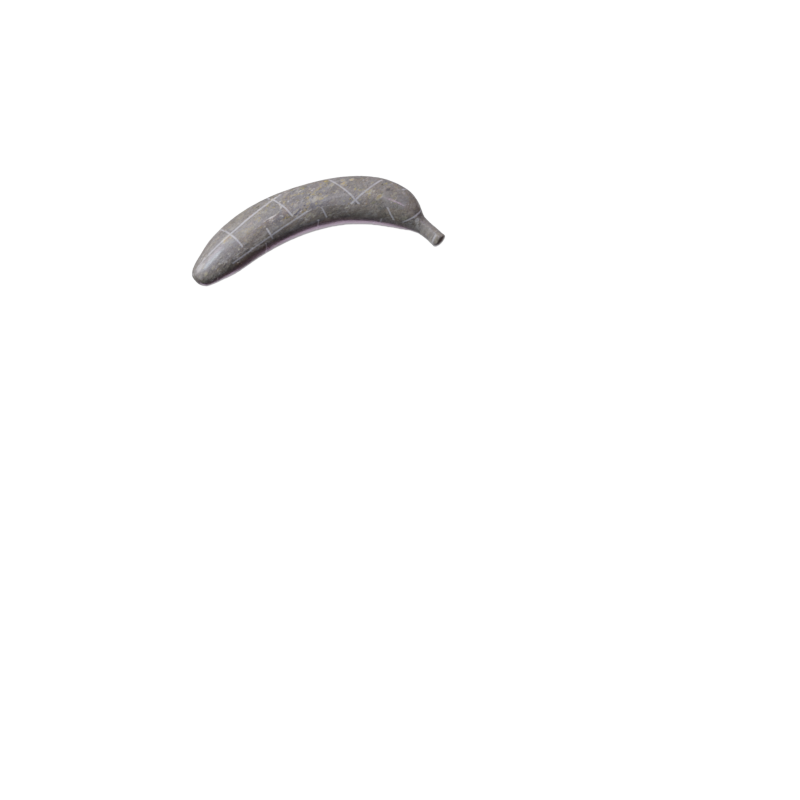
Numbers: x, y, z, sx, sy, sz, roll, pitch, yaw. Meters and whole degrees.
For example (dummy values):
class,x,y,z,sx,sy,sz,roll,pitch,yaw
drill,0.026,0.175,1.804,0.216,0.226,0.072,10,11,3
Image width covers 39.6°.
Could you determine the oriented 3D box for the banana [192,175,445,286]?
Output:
class,x,y,z,sx,sy,sz,roll,pitch,yaw
banana,-0.068,-0.137,0.857,0.196,0.075,0.034,-12,-34,-9
